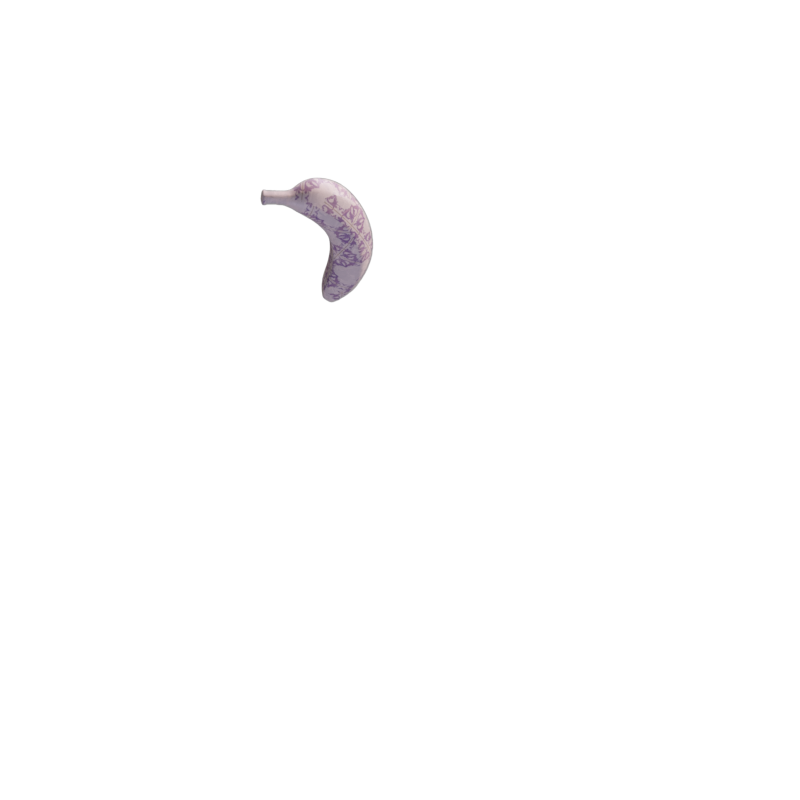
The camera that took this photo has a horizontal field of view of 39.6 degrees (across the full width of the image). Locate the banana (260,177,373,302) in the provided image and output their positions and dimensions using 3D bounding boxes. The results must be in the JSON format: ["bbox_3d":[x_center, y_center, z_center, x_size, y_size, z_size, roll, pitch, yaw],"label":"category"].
[{"bbox_3d":[-0.057,-0.139,0.943,0.070,0.039,0.184,-6,-24,12],"label":"banana"}]
